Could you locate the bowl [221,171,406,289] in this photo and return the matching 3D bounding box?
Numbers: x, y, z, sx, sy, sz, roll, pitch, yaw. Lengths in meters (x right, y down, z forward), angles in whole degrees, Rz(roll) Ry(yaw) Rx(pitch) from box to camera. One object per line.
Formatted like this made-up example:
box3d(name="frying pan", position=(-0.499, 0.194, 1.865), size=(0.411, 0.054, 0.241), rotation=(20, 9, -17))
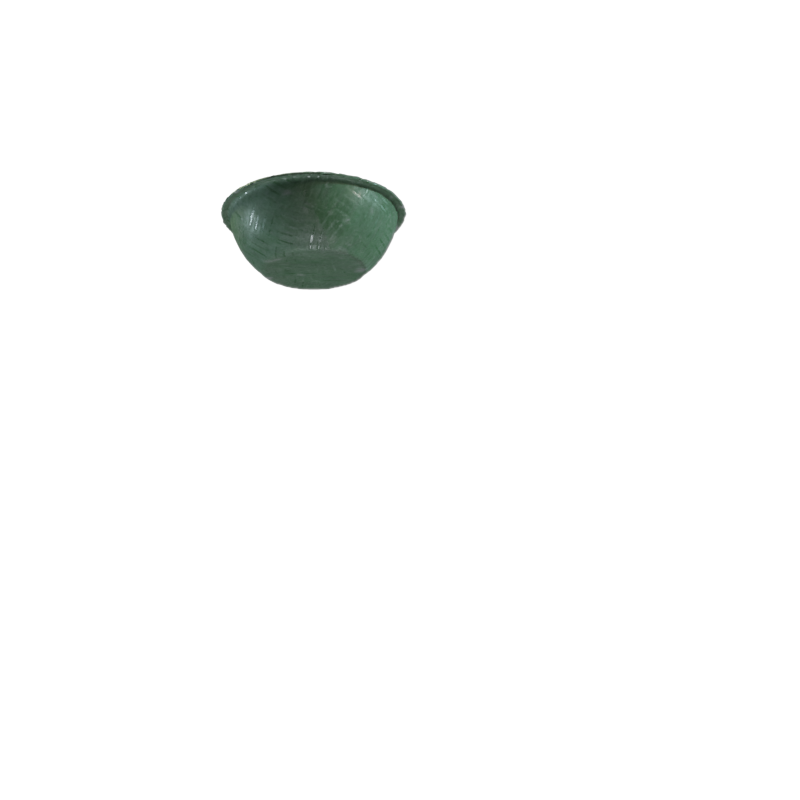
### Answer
box3d(name="bowl", position=(-0.075, -0.137, 0.962), size=(0.162, 0.058, 0.155), rotation=(0, -18, -2))
